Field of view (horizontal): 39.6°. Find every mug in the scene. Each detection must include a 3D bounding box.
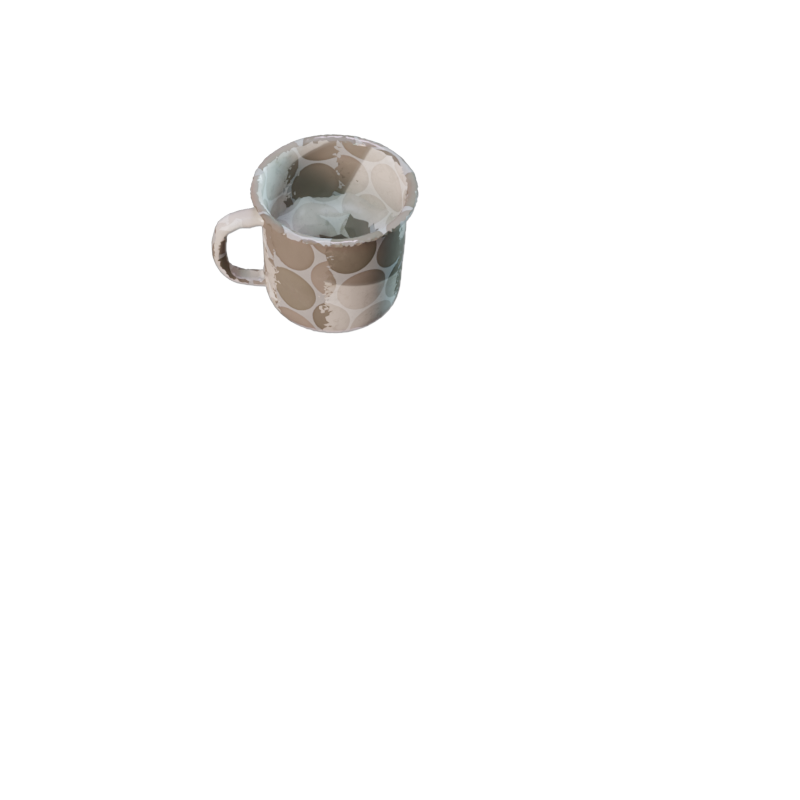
[{"bbox_3d":[-0.050,-0.091,0.639,0.116,0.101,0.076,-10,-41,-10],"label":"mug"}]
